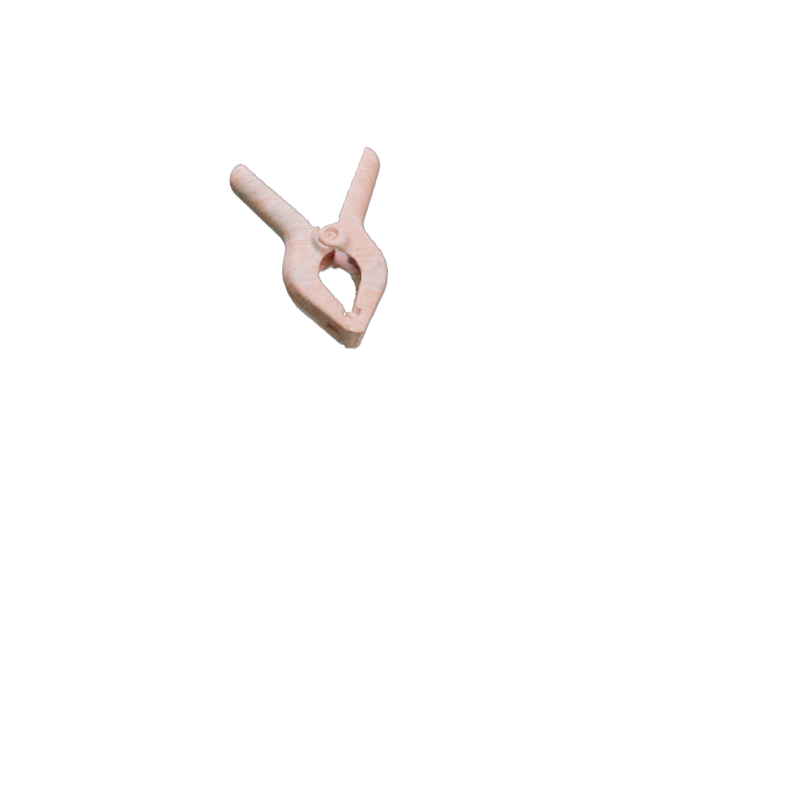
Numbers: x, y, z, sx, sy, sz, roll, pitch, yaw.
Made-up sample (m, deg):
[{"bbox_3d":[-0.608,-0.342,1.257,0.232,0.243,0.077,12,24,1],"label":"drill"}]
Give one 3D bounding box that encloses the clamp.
[{"bbox_3d":[-0.066,-0.120,0.841,0.119,0.184,0.037,-6,-31,-4],"label":"clamp"}]
